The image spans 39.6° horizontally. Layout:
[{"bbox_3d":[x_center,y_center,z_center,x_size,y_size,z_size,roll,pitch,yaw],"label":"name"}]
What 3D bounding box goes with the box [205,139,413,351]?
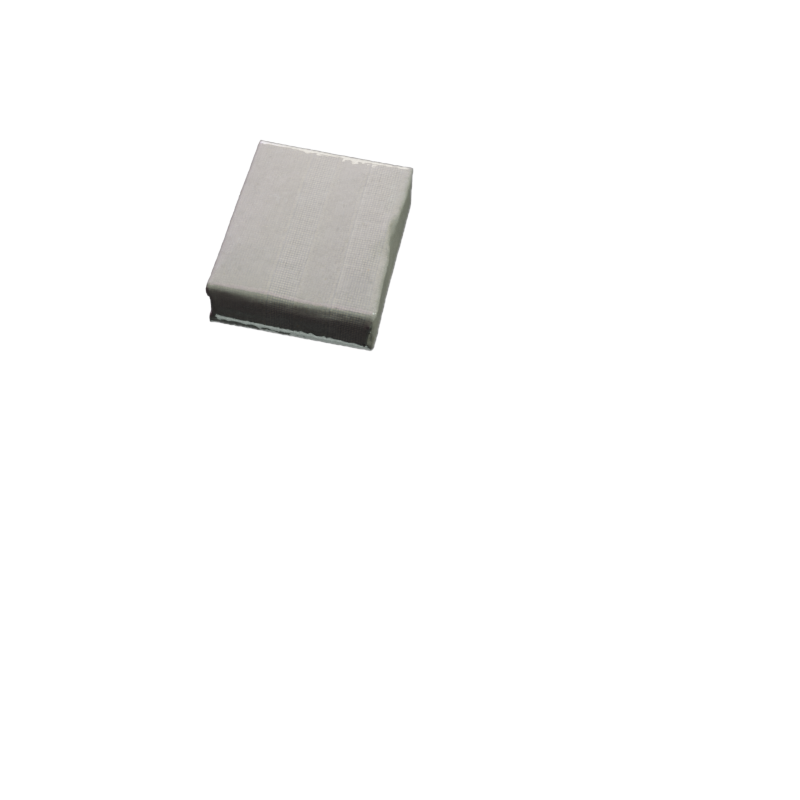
[{"bbox_3d":[-0.038,-0.070,0.488,0.074,0.094,0.028,10,-35,7],"label":"box"}]
